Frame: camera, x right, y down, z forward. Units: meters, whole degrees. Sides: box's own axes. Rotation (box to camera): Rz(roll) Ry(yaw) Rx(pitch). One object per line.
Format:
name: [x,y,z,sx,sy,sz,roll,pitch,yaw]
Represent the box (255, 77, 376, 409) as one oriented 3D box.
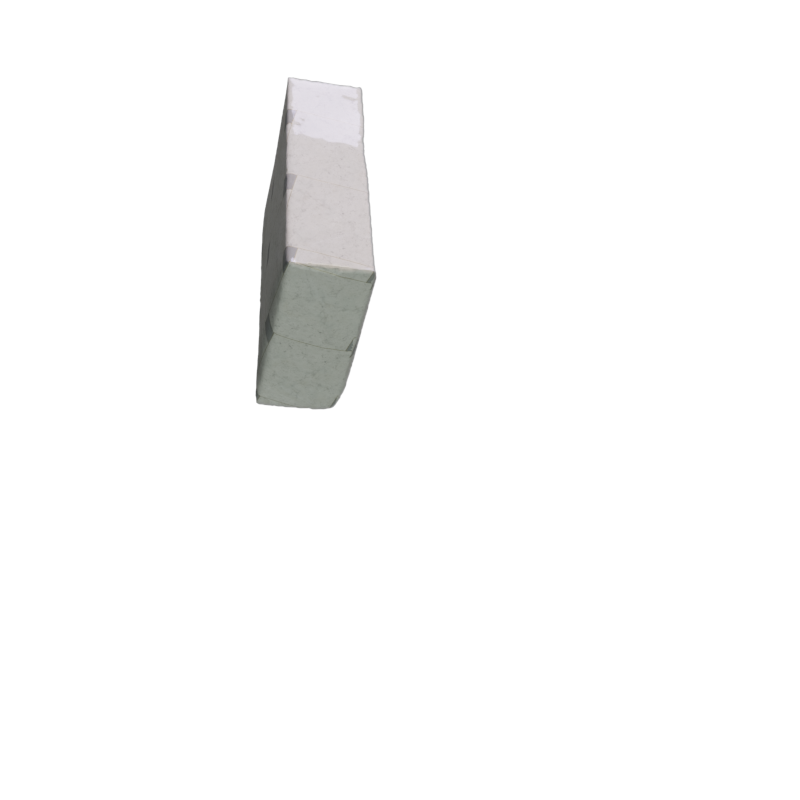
box: [-0.069,-0.126,0.883,0.071,0.230,0.155,6,-42,-11]
